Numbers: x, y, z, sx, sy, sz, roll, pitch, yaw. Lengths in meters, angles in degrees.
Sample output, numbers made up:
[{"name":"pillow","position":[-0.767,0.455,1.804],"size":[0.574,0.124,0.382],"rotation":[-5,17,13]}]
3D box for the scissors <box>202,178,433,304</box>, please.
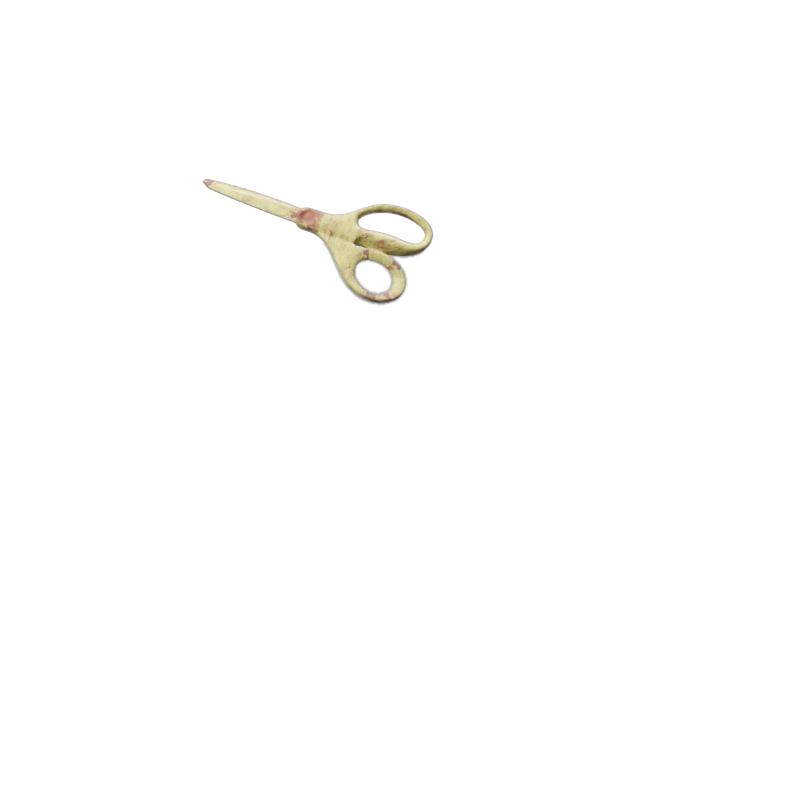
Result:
[{"name":"scissors","position":[-0.074,-0.135,0.946],"size":[0.202,0.100,0.015],"rotation":[5,-18,2]}]
